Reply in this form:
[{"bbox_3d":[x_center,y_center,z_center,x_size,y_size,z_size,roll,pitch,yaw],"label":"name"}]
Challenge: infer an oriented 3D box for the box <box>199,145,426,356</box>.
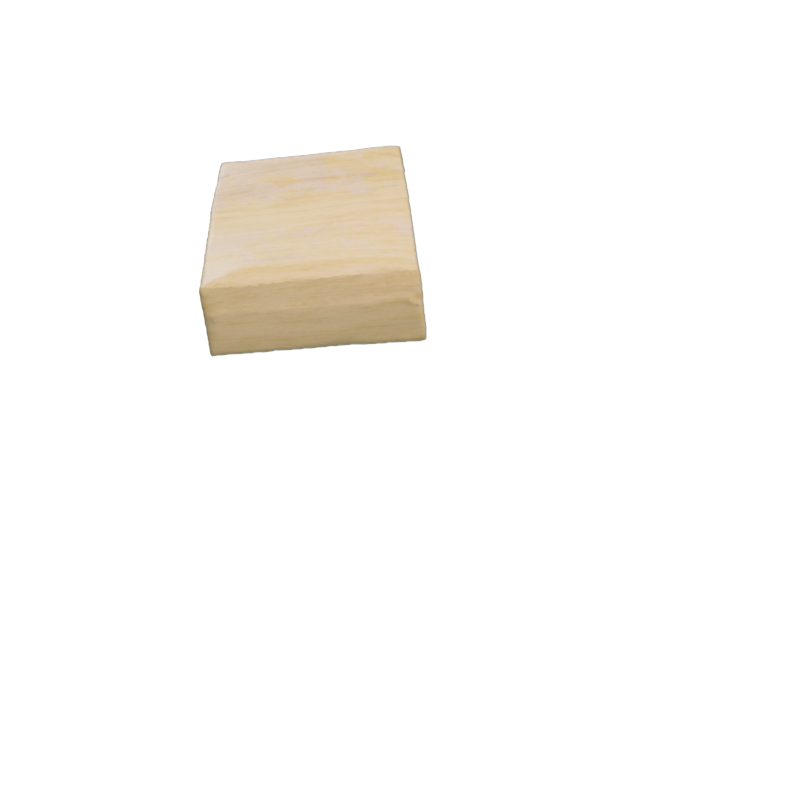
[{"bbox_3d":[-0.070,-0.128,0.897,0.164,0.067,0.228,-5,36,1],"label":"box"}]
